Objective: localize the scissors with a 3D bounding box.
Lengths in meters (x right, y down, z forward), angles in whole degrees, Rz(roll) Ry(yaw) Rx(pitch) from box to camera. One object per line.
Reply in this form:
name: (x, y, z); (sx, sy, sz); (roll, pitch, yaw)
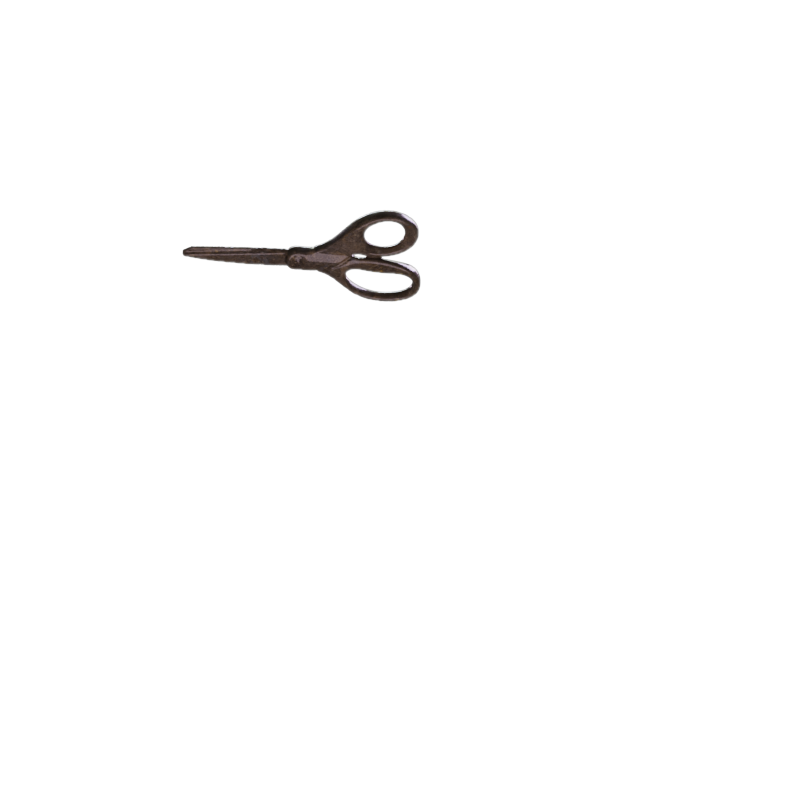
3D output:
scissors: (-0.073, -0.132, 0.927); (0.198, 0.092, 0.017); (15, 35, -11)
